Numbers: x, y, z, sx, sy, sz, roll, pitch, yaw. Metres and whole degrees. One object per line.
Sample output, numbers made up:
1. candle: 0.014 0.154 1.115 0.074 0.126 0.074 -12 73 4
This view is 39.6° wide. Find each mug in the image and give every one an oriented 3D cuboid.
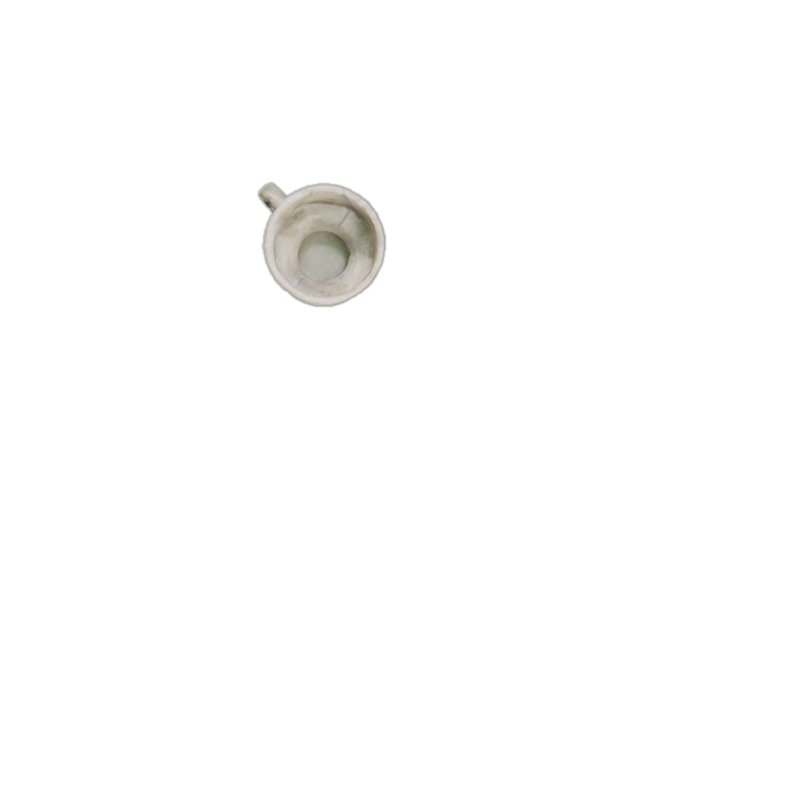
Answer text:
1. mug: -0.069 -0.126 0.886 0.119 0.094 0.080 43 -6 4
